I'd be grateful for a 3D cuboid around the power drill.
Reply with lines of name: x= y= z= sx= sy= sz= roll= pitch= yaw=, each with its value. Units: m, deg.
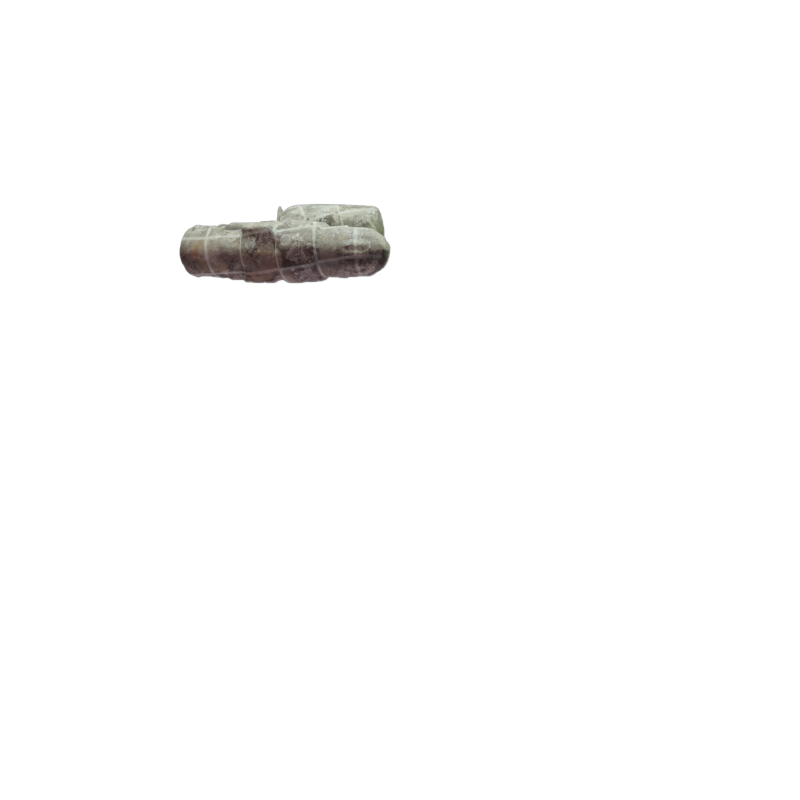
power drill: x=-0.077 y=-0.140 z=0.984 sx=0.190 sy=0.056 sz=0.186 roll=4 pitch=13 yaw=19
